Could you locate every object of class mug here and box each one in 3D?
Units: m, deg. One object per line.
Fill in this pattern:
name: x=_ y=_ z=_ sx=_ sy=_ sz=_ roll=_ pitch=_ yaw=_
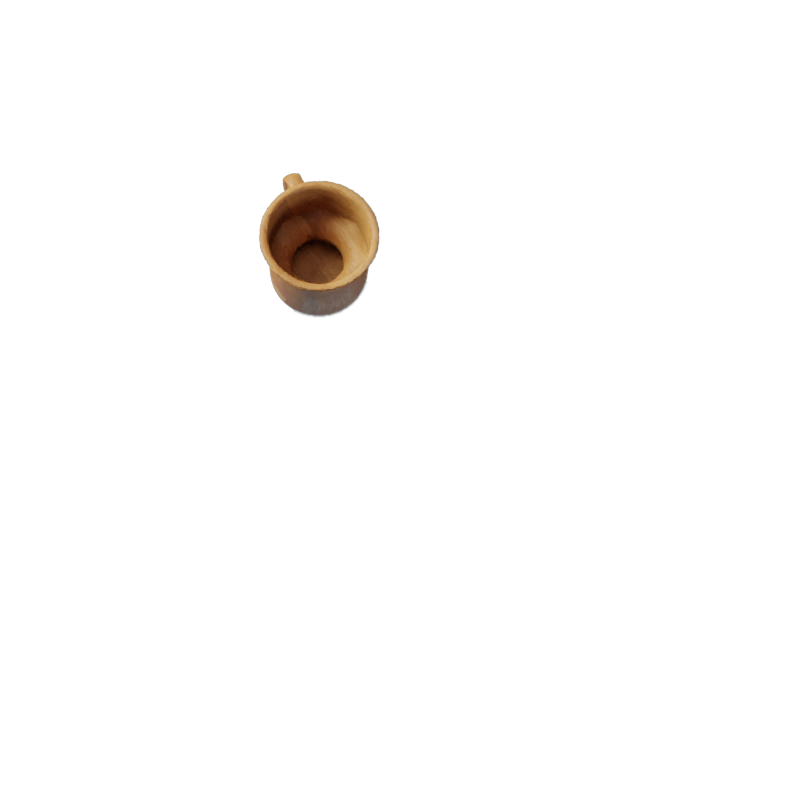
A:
mug: x=-0.070 y=-0.128 z=0.894 sx=0.093 sy=0.123 sz=0.078 roll=-22 pitch=-18 yaw=-9
